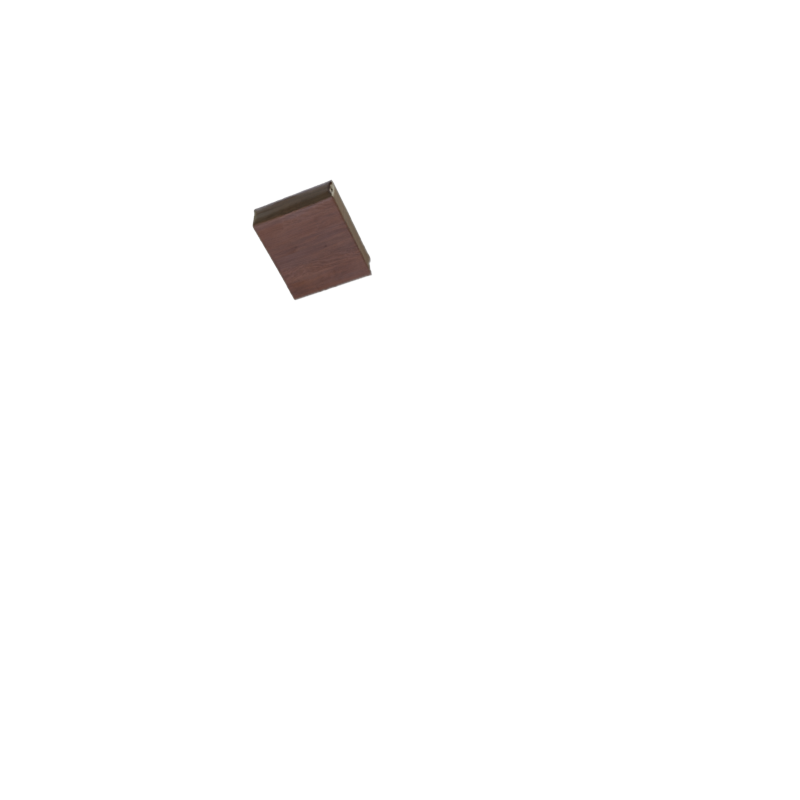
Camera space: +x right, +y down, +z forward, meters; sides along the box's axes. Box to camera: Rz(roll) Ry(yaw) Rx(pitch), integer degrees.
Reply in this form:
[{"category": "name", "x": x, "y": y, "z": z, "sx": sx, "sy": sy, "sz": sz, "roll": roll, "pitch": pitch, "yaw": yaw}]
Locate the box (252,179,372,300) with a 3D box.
[{"category": "box", "x": -0.073, "y": -0.134, "z": 0.939, "sx": 0.073, "sy": 0.083, "sz": 0.032, "roll": -19, "pitch": 35, "yaw": 13}]
